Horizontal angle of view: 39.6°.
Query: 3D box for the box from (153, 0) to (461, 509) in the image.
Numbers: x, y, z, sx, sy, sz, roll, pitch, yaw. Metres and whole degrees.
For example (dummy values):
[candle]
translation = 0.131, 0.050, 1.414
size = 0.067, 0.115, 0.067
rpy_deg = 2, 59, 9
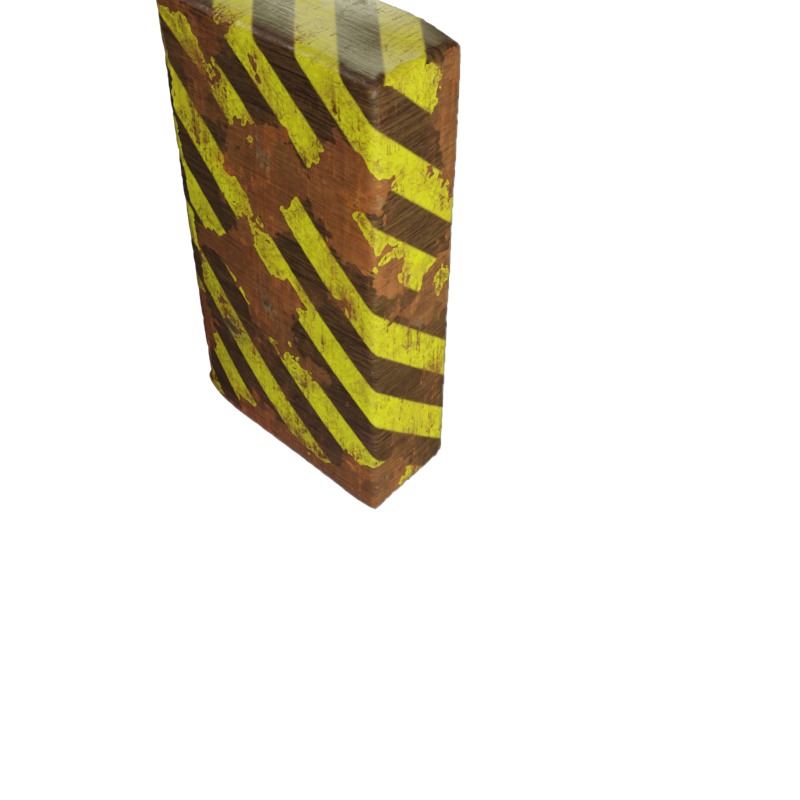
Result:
[box]
translation = -0.029, -0.054, 0.375
size = 0.099, 0.164, 0.048
rpy_deg = 34, 50, 30
